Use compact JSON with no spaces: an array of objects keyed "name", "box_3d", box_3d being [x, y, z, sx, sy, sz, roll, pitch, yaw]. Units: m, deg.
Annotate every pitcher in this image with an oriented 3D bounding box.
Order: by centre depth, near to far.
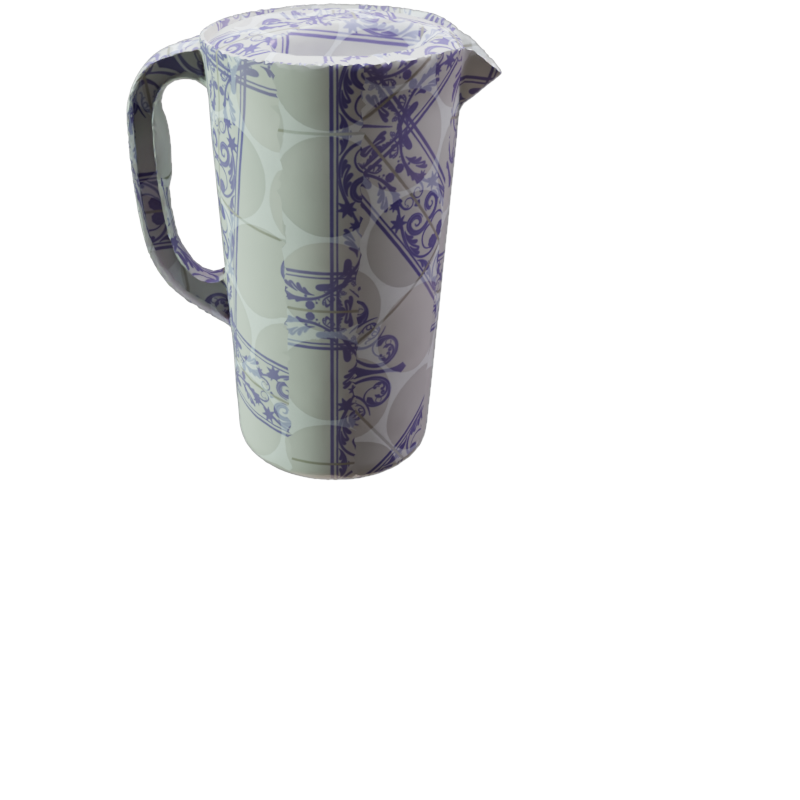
[{"name":"pitcher","box_3d":[-0.047,-0.085,0.595,0.159,0.230,0.144,24,34,38]}]
